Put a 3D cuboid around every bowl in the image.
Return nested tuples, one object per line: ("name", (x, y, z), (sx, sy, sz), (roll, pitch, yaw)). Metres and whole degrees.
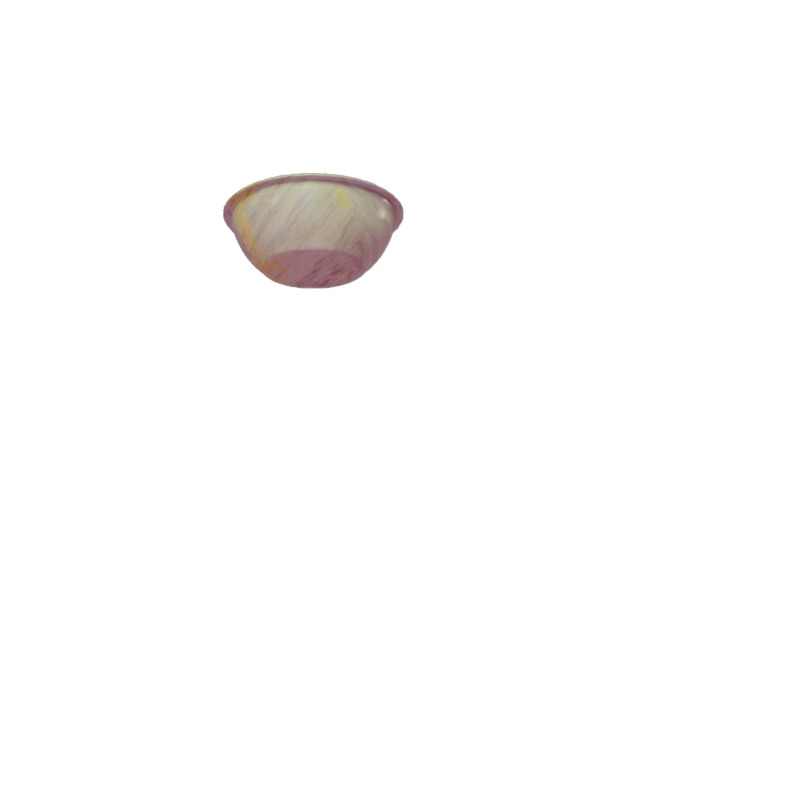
("bowl", (-0.077, -0.140, 0.981), (0.162, 0.058, 0.155), (0, -18, -2))
